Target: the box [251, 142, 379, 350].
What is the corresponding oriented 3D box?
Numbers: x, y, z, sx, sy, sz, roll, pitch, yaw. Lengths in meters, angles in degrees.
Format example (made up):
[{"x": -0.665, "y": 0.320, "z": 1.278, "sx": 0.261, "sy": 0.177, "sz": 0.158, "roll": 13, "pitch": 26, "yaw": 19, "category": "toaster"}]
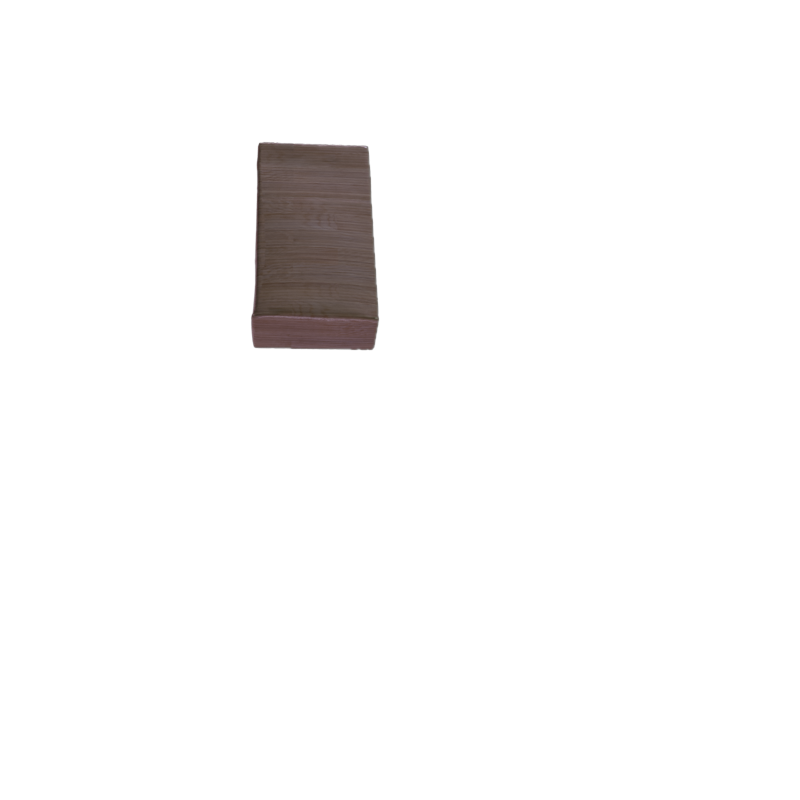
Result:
[{"x": -0.067, "y": -0.123, "z": 0.862, "sx": 0.093, "sy": 0.189, "sz": 0.045, "roll": 1, "pitch": -38, "yaw": -4, "category": "box"}]
